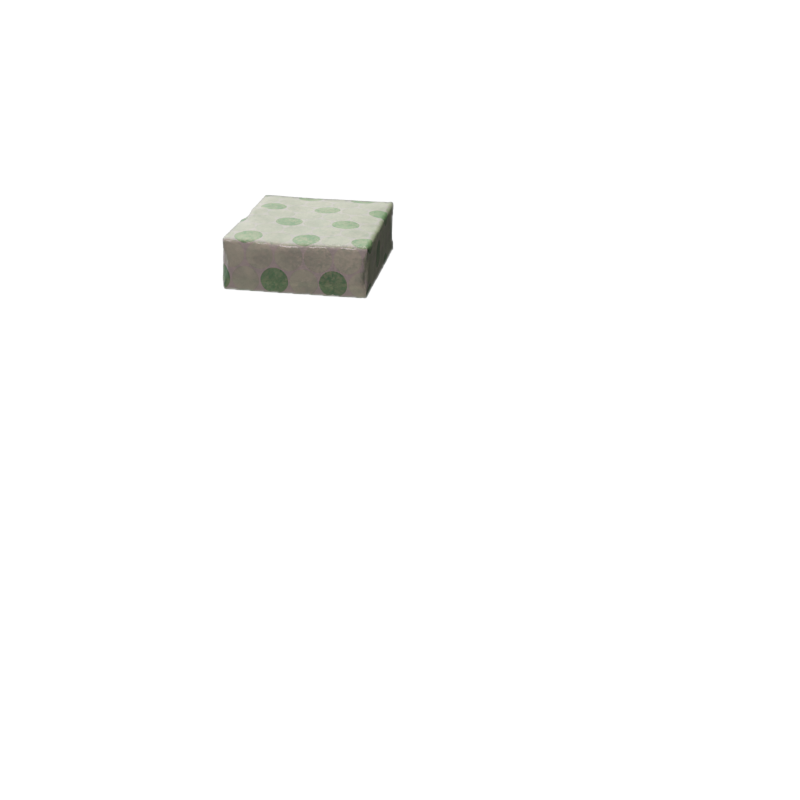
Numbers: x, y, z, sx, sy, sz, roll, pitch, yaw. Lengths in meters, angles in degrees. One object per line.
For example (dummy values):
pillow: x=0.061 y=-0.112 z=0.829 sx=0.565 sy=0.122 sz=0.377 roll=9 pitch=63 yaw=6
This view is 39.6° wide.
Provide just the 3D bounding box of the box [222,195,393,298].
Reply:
box: x=-0.045 y=-0.082 z=0.576 sx=0.074 sy=0.029 sz=0.092 roll=4 pitch=24 yaw=9
